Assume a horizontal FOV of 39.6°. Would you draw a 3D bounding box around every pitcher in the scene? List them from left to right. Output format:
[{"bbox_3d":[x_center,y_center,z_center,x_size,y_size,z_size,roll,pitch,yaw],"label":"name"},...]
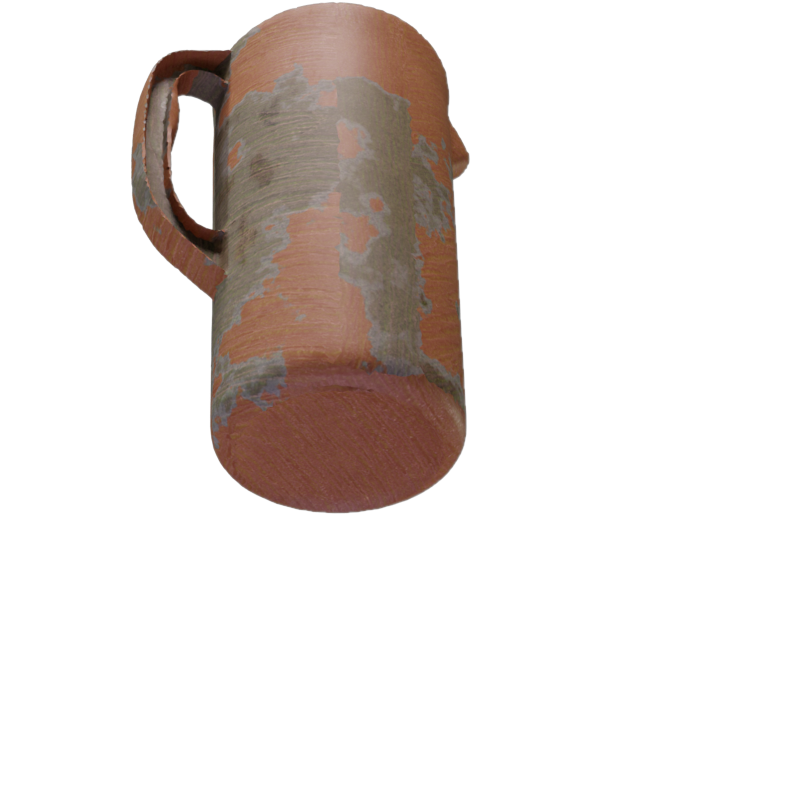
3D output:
[{"bbox_3d":[-0.042,-0.077,0.540,0.150,0.261,0.133,-14,-43,12],"label":"pitcher"}]
